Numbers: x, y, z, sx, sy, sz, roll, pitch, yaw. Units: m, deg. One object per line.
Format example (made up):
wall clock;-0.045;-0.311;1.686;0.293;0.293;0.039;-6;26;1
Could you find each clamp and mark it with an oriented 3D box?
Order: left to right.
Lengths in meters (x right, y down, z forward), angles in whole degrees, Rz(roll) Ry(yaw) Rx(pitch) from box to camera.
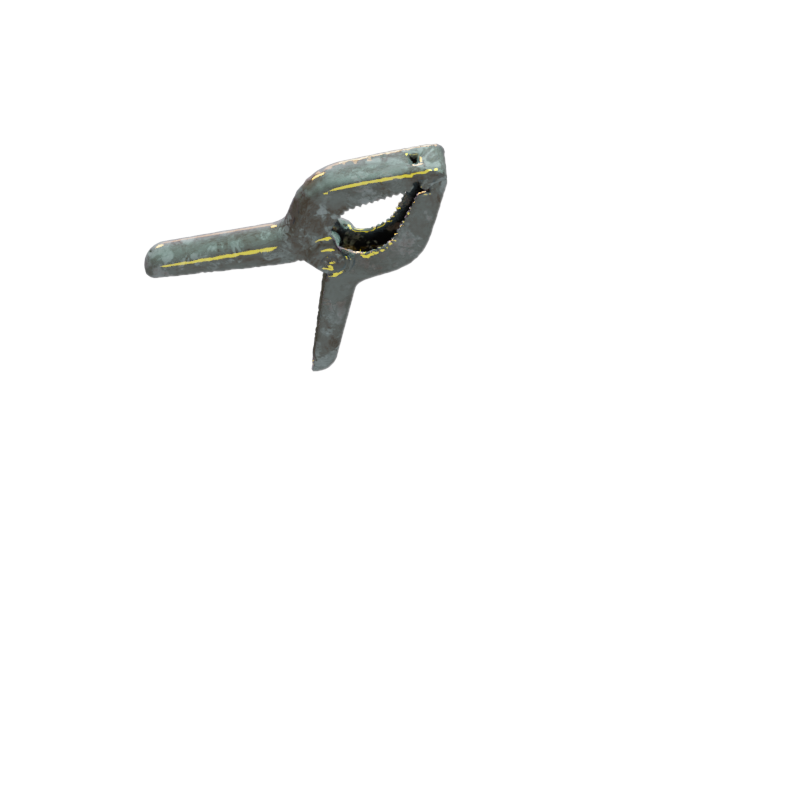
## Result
clamp;-0.057;-0.104;0.729;0.156;0.039;0.206;26;-47;-28
